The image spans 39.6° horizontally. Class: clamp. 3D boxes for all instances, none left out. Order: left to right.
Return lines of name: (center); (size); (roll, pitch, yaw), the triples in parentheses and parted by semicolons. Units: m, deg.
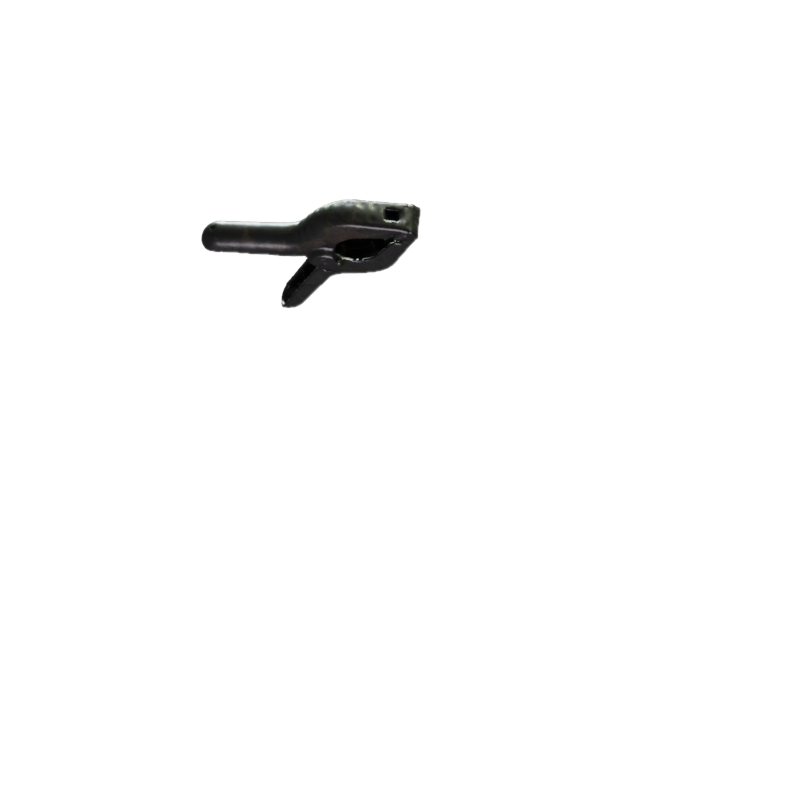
clamp: (-0.068, -0.123, 0.863); (0.173, 0.041, 0.112); (-19, -30, 37)
